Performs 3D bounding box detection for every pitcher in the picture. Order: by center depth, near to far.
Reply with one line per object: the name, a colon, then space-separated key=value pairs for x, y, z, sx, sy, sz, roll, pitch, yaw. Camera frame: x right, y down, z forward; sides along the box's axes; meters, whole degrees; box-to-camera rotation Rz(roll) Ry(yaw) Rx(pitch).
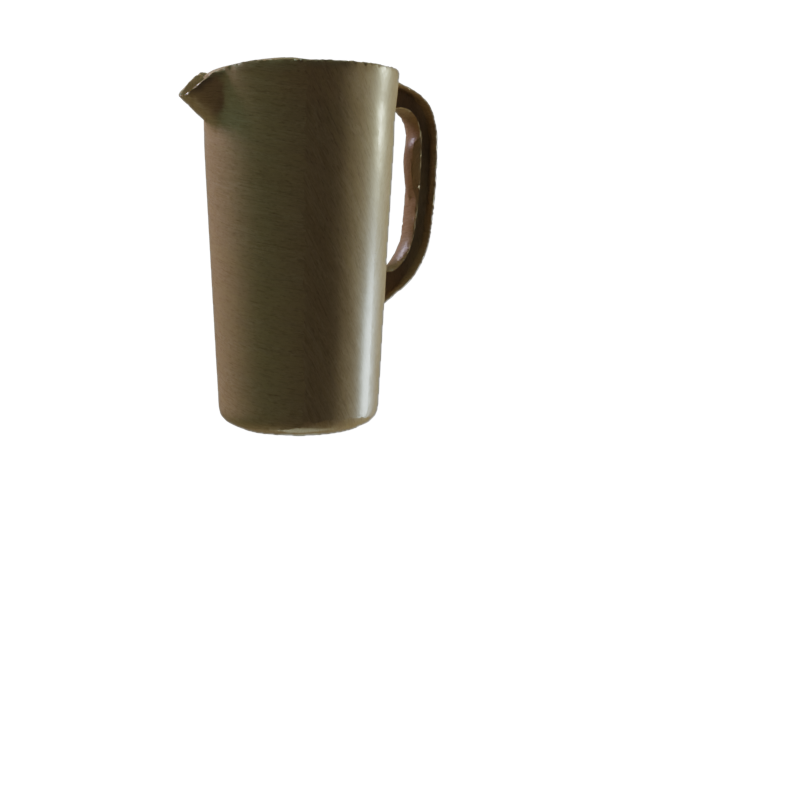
pitcher: x=-0.059 y=-0.107 z=0.748 sx=0.152 sy=0.241 sz=0.144 roll=2 pitch=5 yaw=13
